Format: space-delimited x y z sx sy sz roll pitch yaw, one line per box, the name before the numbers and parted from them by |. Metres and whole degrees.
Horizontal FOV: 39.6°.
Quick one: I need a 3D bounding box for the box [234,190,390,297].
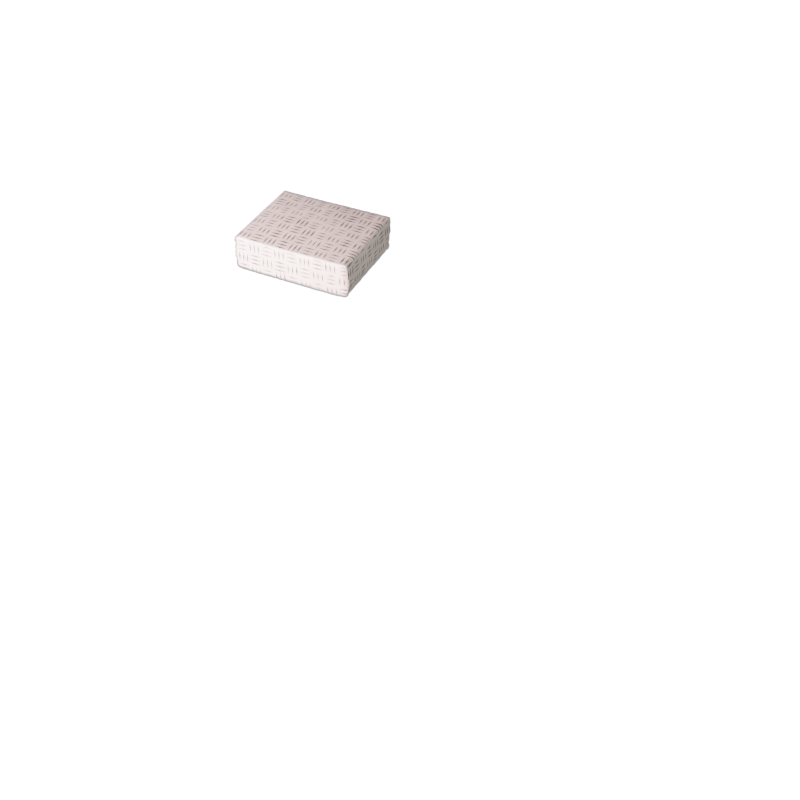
box | -0.078 -0.141 0.990 0.118 0.036 0.092 18 43 20
